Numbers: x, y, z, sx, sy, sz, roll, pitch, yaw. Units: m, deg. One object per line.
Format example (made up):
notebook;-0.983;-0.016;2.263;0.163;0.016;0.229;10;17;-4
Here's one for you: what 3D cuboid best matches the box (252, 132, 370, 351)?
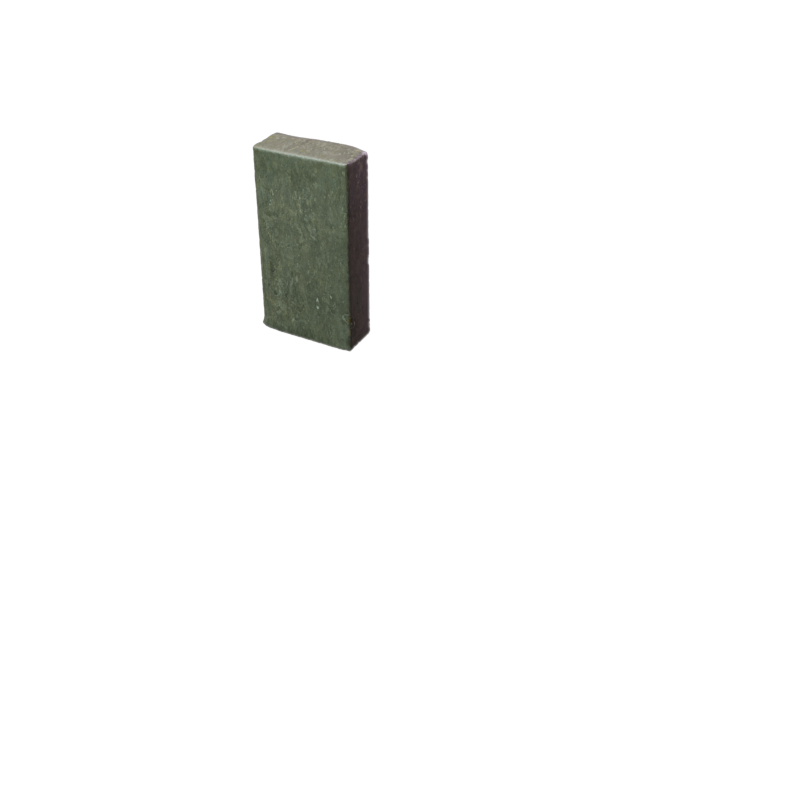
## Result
box;-0.074;-0.136;0.953;0.098;0.167;0.048;16;30;26
